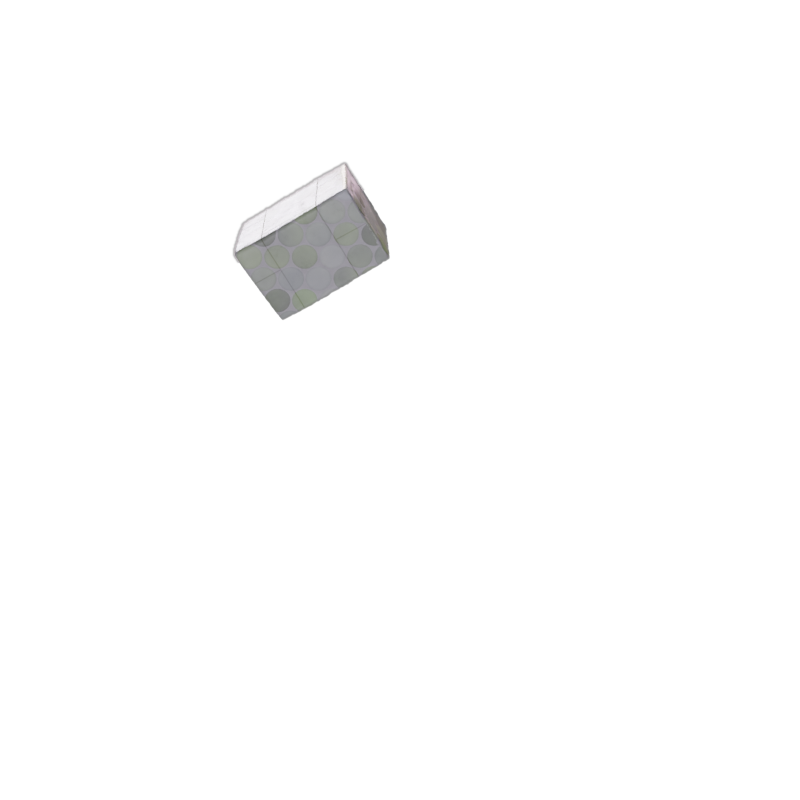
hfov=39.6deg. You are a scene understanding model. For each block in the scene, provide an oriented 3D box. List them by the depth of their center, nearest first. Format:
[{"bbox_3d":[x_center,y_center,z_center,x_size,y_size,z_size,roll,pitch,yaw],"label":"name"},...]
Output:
[{"bbox_3d":[-0.052,-0.095,0.665,0.078,0.050,0.054,-29,23,11],"label":"block"}]
